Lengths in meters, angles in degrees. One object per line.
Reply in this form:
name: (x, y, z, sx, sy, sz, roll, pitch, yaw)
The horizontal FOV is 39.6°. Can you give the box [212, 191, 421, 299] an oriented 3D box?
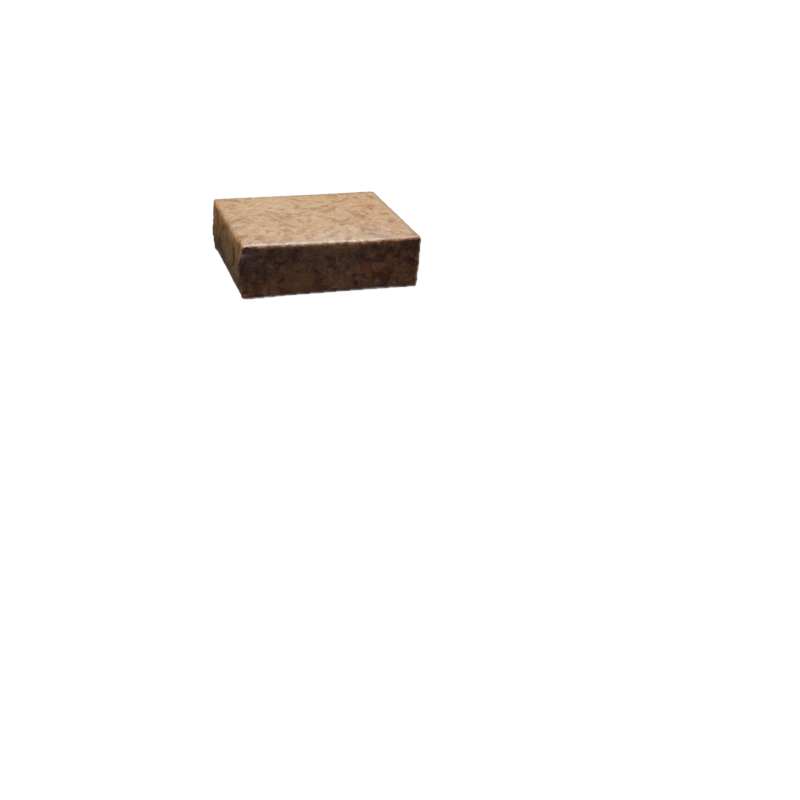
box: (-0.054, -0.099, 0.695, 0.112, 0.037, 0.096, -8, 27, -16)
